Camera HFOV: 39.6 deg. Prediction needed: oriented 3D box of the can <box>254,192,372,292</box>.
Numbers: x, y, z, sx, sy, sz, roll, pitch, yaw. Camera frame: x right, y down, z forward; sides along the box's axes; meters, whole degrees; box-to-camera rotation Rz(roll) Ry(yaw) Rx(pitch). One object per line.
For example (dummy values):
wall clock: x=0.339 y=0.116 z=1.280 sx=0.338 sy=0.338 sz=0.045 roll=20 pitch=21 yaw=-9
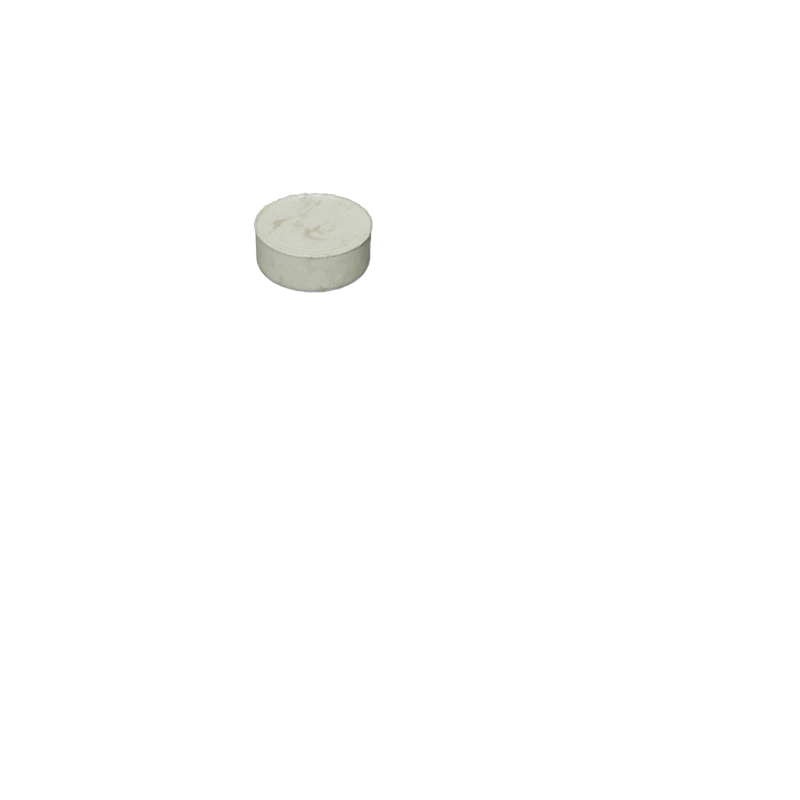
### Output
can: x=-0.063 y=-0.116 z=0.810 sx=0.086 sy=0.031 sz=0.092 roll=-1 pitch=38 yaw=-2
